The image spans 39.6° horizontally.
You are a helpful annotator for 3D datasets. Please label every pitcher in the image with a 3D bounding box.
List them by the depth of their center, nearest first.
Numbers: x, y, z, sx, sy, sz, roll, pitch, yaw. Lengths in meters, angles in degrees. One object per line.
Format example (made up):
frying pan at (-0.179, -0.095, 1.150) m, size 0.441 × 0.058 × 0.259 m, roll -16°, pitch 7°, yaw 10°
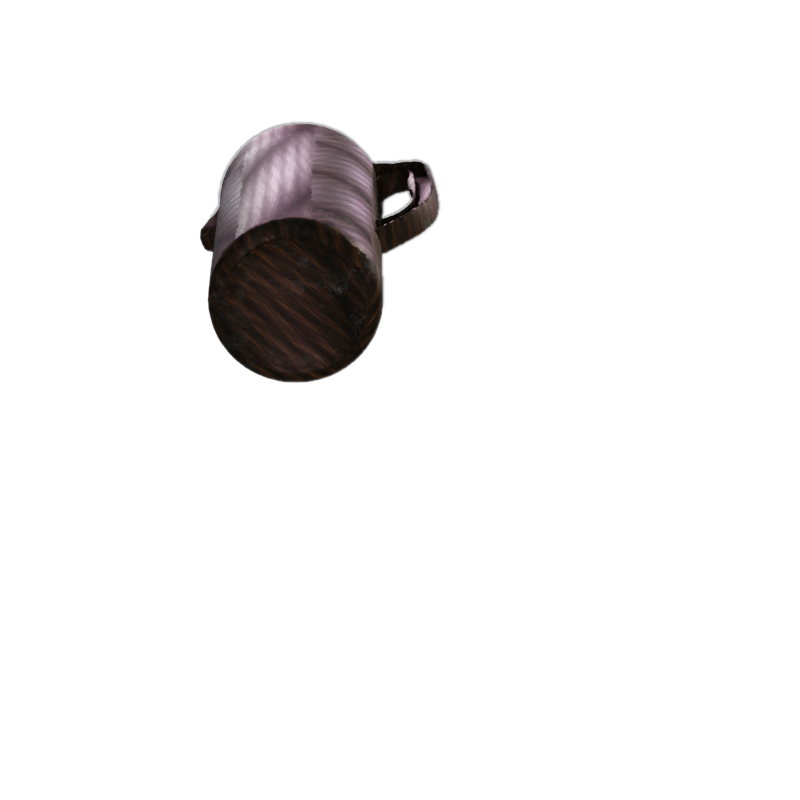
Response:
pitcher at (-0.061, -0.112, 0.782) m, size 0.141 × 0.146 × 0.255 m, roll 26°, pitch 19°, yaw -14°
